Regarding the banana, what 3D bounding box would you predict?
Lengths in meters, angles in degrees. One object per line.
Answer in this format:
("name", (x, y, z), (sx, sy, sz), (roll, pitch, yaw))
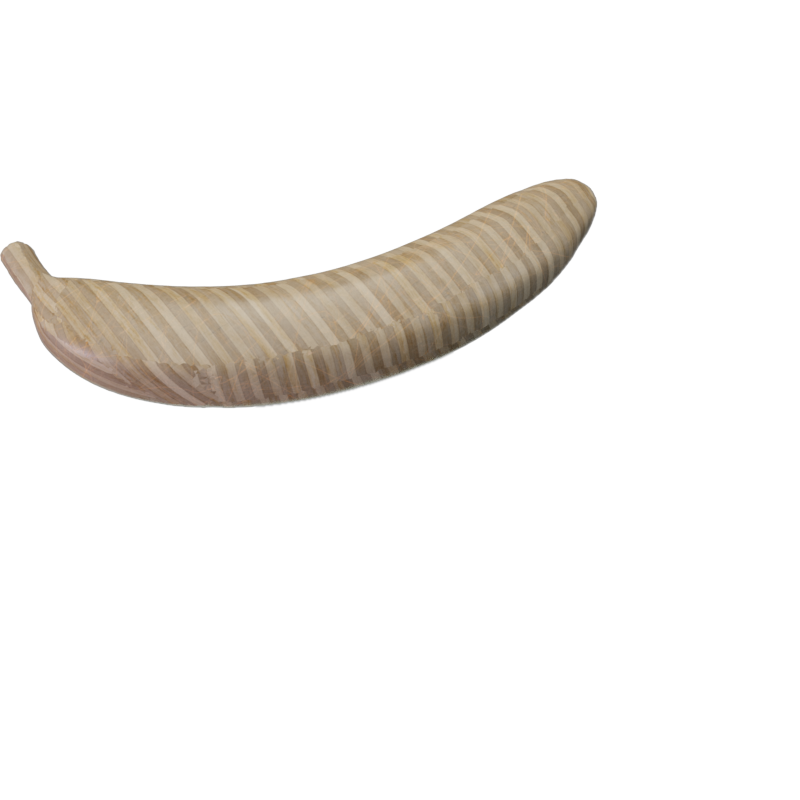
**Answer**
("banana", (-0.029, -0.033, 0.347), (0.197, 0.074, 0.035), (-6, -25, -3))
